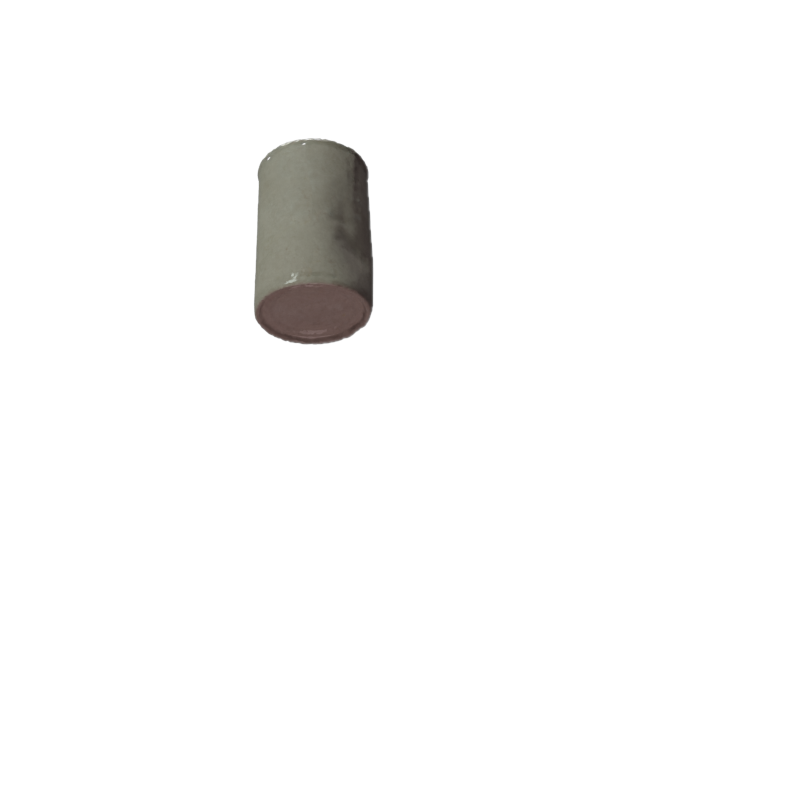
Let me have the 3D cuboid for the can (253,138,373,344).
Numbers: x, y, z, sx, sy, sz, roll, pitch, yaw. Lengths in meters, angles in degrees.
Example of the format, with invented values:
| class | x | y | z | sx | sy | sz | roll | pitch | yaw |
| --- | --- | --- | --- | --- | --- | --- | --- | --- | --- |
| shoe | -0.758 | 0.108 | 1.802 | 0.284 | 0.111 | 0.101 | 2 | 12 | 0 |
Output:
| class | x | y | z | sx | sy | sz | roll | pitch | yaw |
| --- | --- | --- | --- | --- | --- | --- | --- | --- | --- |
| can | -0.051 | -0.093 | 0.648 | 0.068 | 0.109 | 0.064 | -1 | -33 | -2 |
